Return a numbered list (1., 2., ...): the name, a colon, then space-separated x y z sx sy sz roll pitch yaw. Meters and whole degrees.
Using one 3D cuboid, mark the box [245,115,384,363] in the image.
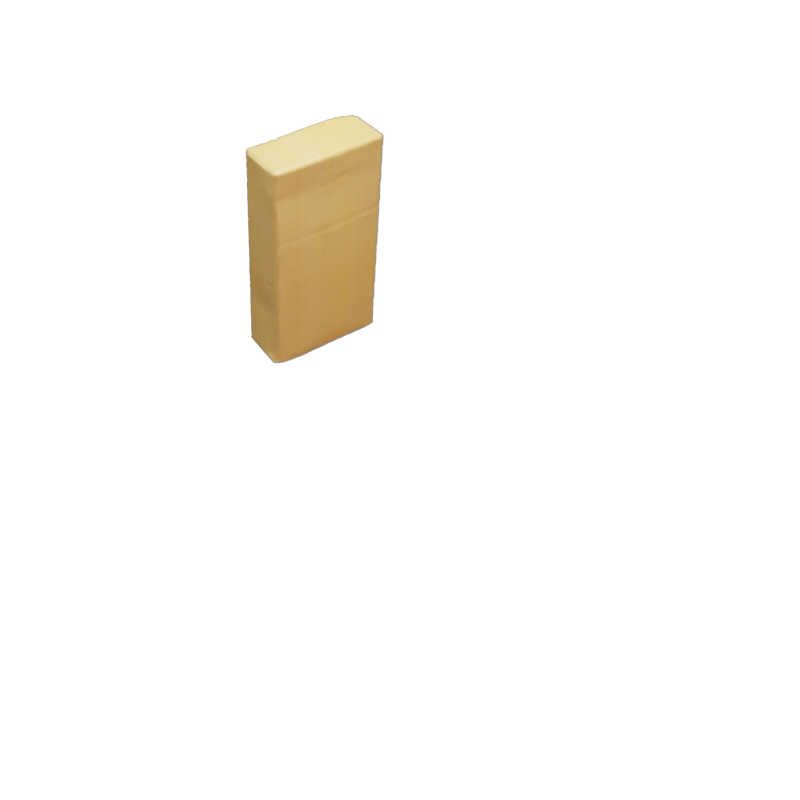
1. box: -0.063 -0.116 0.811 0.093 0.165 0.052 -24 46 -29
